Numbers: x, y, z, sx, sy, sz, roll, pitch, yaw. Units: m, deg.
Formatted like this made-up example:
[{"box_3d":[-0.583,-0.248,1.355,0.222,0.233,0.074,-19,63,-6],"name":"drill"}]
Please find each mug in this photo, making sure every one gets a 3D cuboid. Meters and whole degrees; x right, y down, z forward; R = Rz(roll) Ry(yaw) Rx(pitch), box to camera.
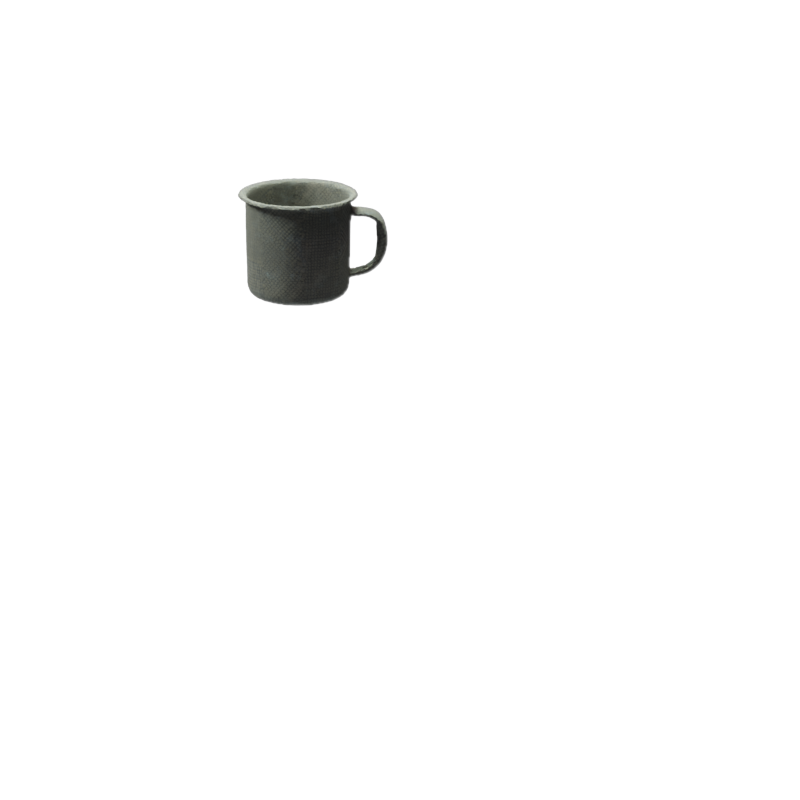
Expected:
[{"box_3d":[-0.069,-0.125,0.875,0.117,0.078,0.098,-1,21,-4],"name":"mug"}]
